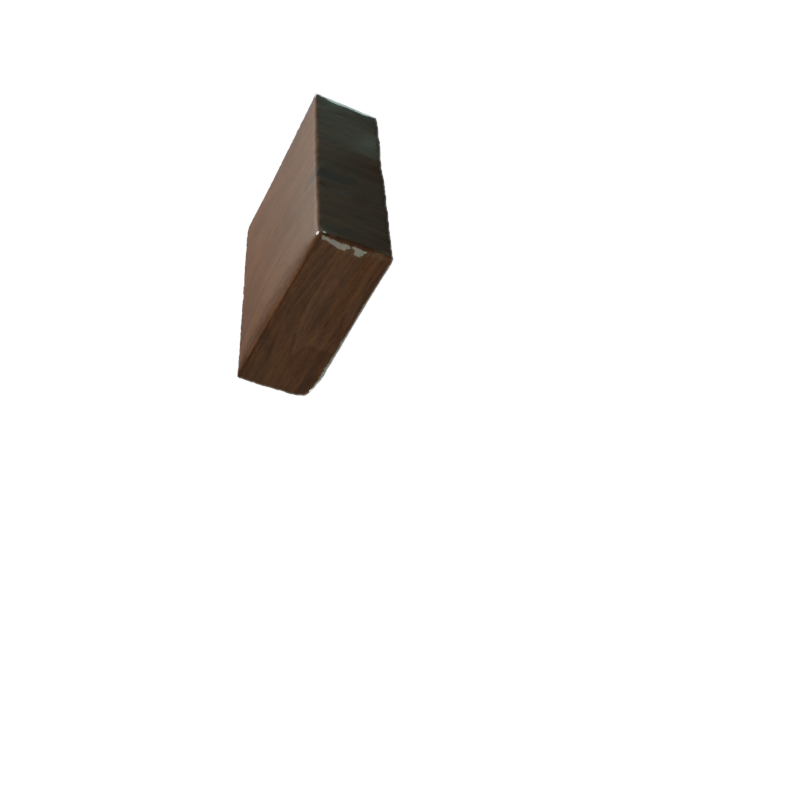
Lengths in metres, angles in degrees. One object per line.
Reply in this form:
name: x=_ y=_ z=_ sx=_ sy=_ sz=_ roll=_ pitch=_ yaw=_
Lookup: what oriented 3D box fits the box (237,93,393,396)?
box: x=-0.074 y=-0.135 z=0.949 sx=0.069 sy=0.158 sz=0.229 roll=20 pitch=37 yaw=-20
